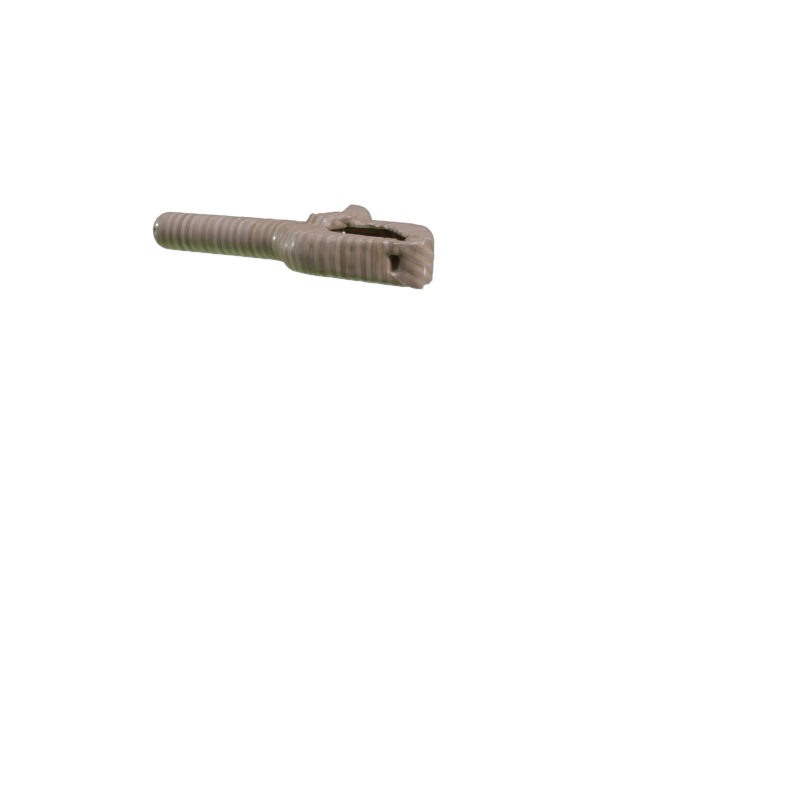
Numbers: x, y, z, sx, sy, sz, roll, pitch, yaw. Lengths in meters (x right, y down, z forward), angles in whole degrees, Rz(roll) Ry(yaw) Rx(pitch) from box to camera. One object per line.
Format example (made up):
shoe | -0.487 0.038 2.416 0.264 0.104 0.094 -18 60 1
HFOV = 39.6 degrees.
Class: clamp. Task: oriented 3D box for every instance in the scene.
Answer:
clamp | -0.054 -0.099 0.692 0.161 0.035 0.221 -7 17 -24
